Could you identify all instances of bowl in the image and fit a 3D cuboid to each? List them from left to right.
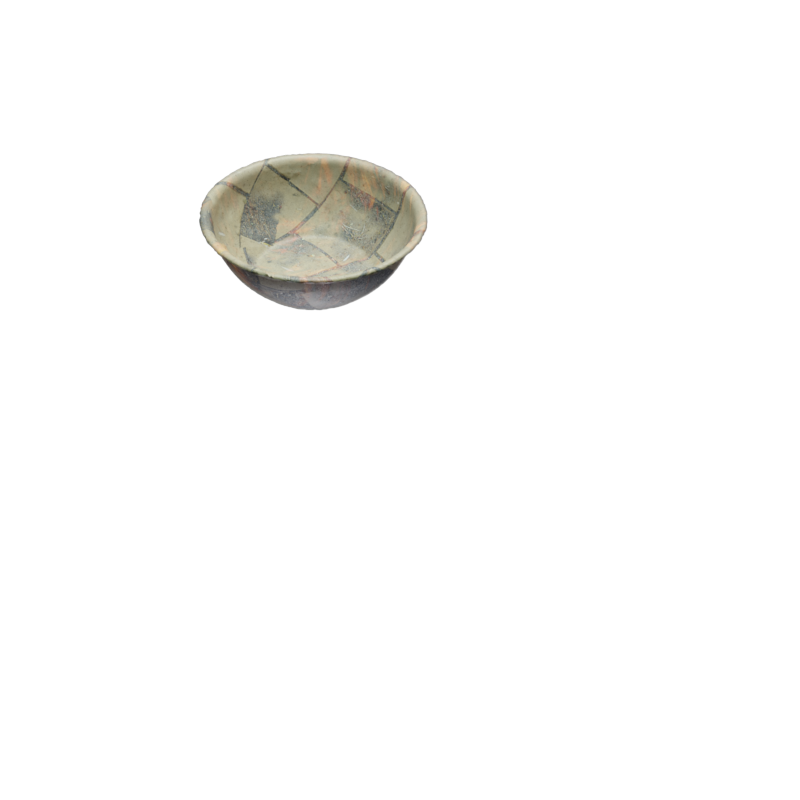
[{"bbox_3d":[-0.063,-0.114,0.799,0.162,0.051,0.174,-1,40,-2],"label":"bowl"}]
